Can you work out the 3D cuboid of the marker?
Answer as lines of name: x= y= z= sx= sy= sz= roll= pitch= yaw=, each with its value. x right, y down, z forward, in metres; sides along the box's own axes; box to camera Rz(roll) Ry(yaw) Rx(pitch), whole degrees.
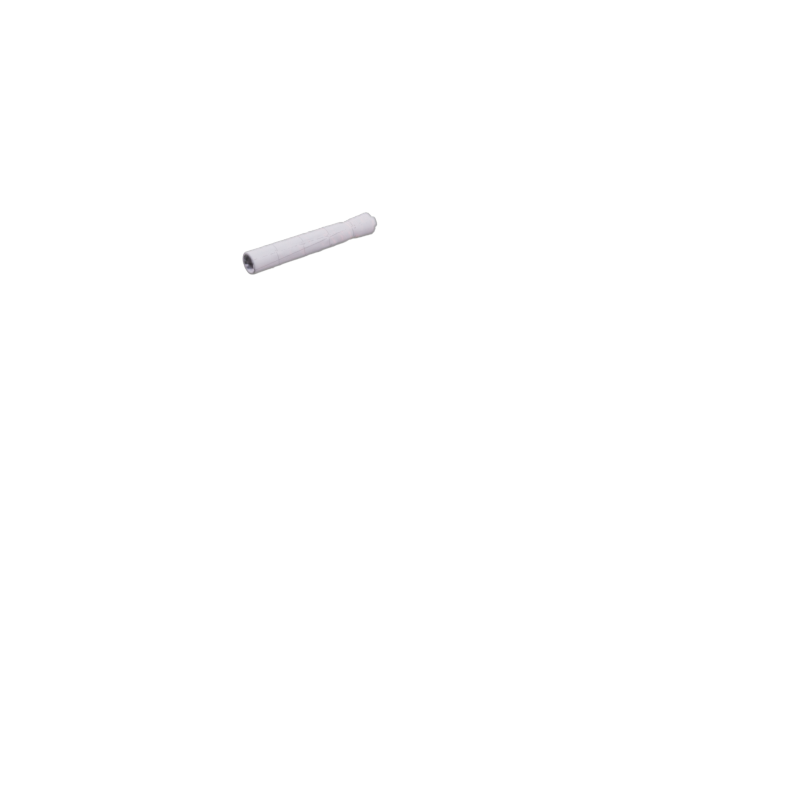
marker: x=-0.069 y=-0.125 z=0.879 sx=0.120 sy=0.019 sz=0.021 roll=-23 pitch=16 yaw=-30
